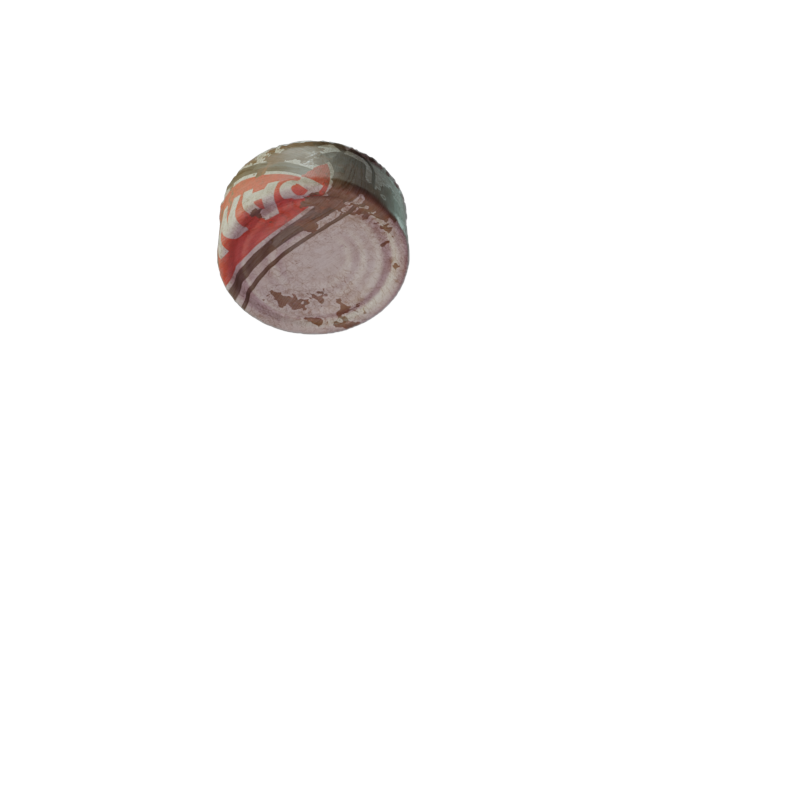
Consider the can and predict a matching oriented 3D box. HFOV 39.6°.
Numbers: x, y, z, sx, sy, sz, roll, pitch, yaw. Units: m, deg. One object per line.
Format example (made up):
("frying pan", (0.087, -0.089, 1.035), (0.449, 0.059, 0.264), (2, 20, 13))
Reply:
("can", (-0.039, -0.071, 0.494), (0.086, 0.080, 0.036), (1, 40, -1))
